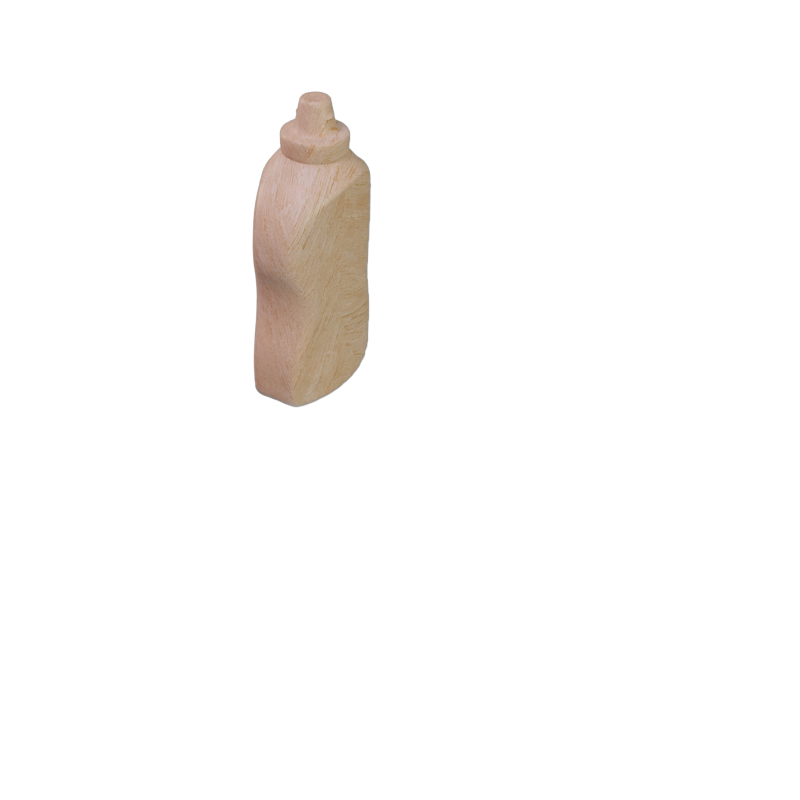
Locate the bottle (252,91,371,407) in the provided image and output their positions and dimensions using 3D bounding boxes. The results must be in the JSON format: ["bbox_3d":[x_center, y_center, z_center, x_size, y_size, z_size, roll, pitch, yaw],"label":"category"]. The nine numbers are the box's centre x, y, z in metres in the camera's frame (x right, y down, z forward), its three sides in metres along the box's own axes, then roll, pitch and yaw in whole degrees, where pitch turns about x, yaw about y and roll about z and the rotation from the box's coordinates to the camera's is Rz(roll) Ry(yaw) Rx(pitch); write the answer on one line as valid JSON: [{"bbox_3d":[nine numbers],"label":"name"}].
[{"bbox_3d":[-0.053,-0.097,0.679,0.061,0.180,0.097,19,37,24],"label":"bottle"}]
